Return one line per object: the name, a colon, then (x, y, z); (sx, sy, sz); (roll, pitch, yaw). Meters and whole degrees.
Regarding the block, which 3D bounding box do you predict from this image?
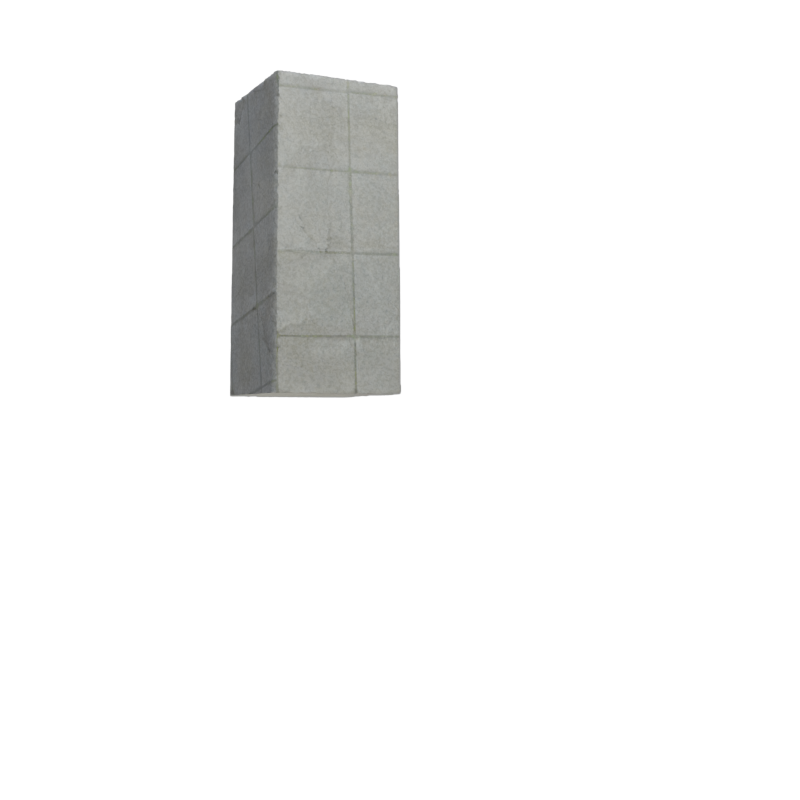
block: (-0.059, -0.107, 0.751); (0.088, 0.211, 0.091); (3, -9, -25)
